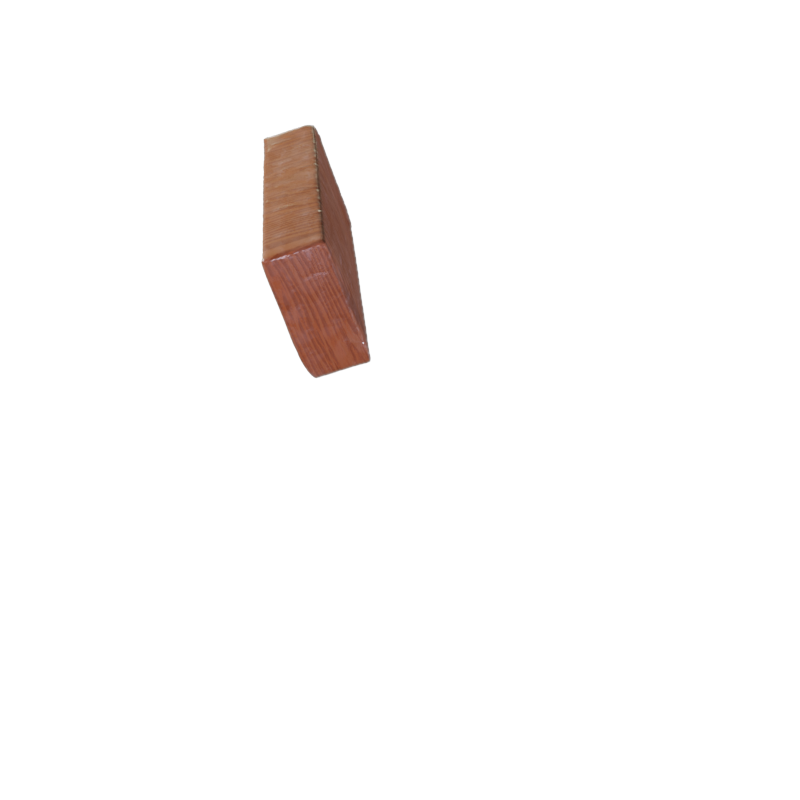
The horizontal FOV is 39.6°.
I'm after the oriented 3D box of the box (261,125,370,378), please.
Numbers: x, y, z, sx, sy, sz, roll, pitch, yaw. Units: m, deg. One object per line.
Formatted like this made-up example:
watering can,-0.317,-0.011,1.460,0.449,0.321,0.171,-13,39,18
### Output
box,-0.057,-0.105,0.731,0.048,0.087,0.188,-16,35,7
